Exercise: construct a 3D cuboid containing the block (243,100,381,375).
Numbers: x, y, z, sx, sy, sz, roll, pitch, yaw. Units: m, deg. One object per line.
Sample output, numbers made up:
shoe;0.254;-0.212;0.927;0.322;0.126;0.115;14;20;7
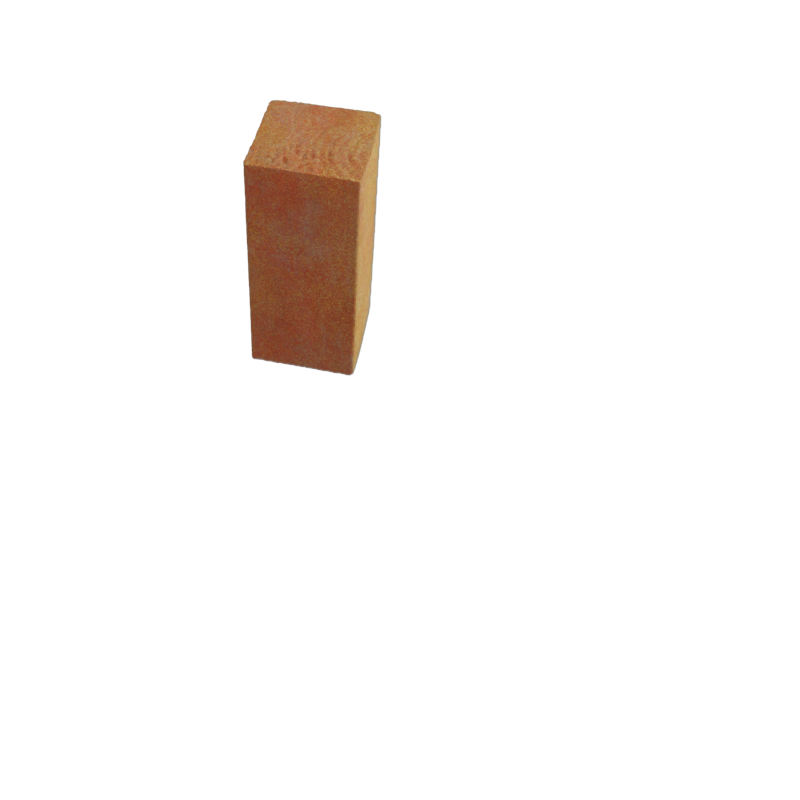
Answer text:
block;-0.070;-0.128;0.895;0.092;0.192;0.095;9;45;6
